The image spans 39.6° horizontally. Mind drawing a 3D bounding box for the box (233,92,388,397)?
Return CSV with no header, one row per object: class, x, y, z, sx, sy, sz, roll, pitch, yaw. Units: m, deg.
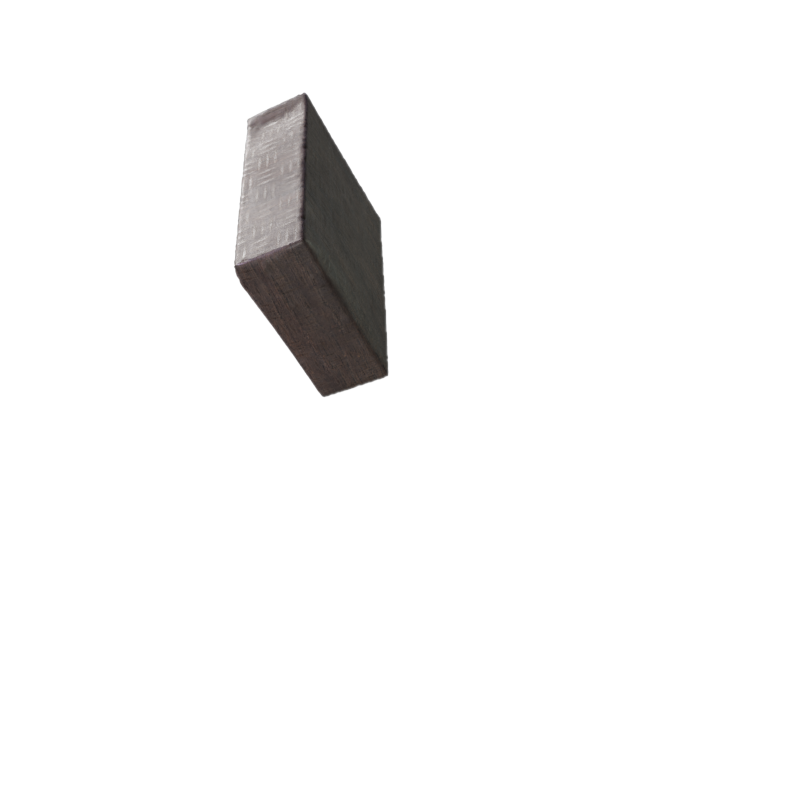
box,-0.075,-0.137,0.962,0.072,0.230,0.152,-21,-49,15
